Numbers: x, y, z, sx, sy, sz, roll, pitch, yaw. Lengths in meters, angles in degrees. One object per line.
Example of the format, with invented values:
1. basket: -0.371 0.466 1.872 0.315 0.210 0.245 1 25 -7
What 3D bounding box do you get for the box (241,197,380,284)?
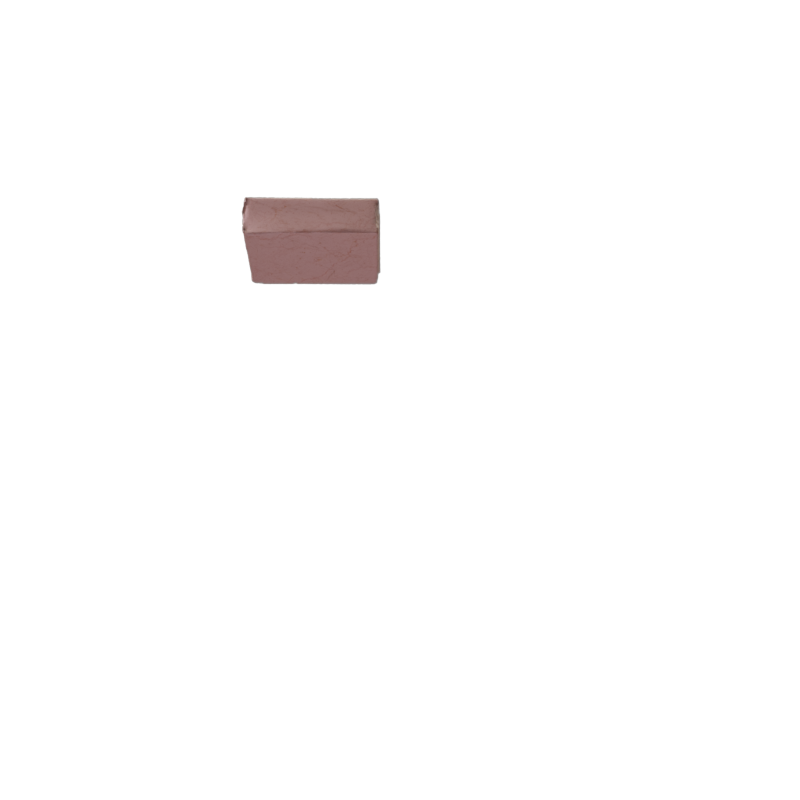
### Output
1. box: -0.073 -0.133 0.931 0.114 0.041 0.085 0 -25 0
